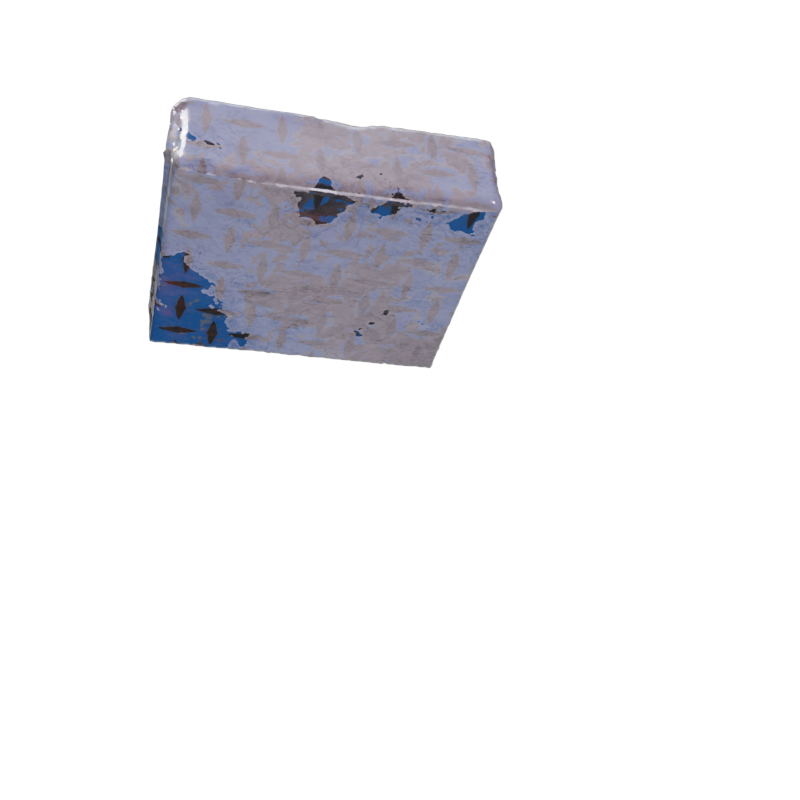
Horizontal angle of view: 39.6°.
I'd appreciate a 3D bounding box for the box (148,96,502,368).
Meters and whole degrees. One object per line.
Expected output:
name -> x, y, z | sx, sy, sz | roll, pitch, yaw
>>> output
box -> -0.025, -0.045, 0.316 | 0.088, 0.032, 0.069 | 7, -39, -9
